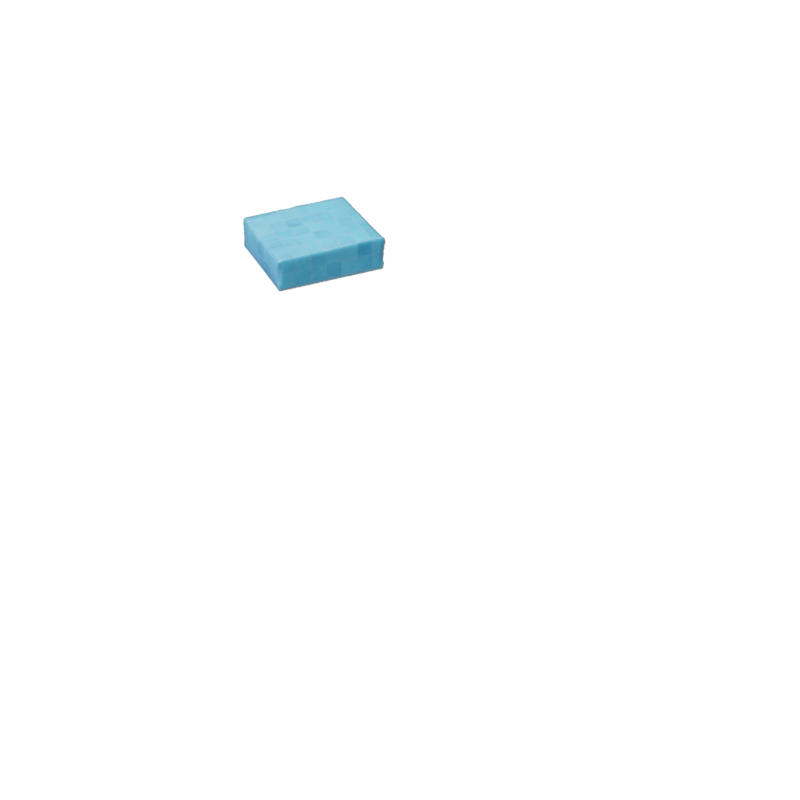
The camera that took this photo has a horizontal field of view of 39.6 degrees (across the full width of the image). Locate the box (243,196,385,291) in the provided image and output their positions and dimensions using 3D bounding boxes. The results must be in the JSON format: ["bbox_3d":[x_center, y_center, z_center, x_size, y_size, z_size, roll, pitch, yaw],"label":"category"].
[{"bbox_3d":[-0.066,-0.121,0.849,0.088,0.028,0.079,-15,39,-21],"label":"box"}]
